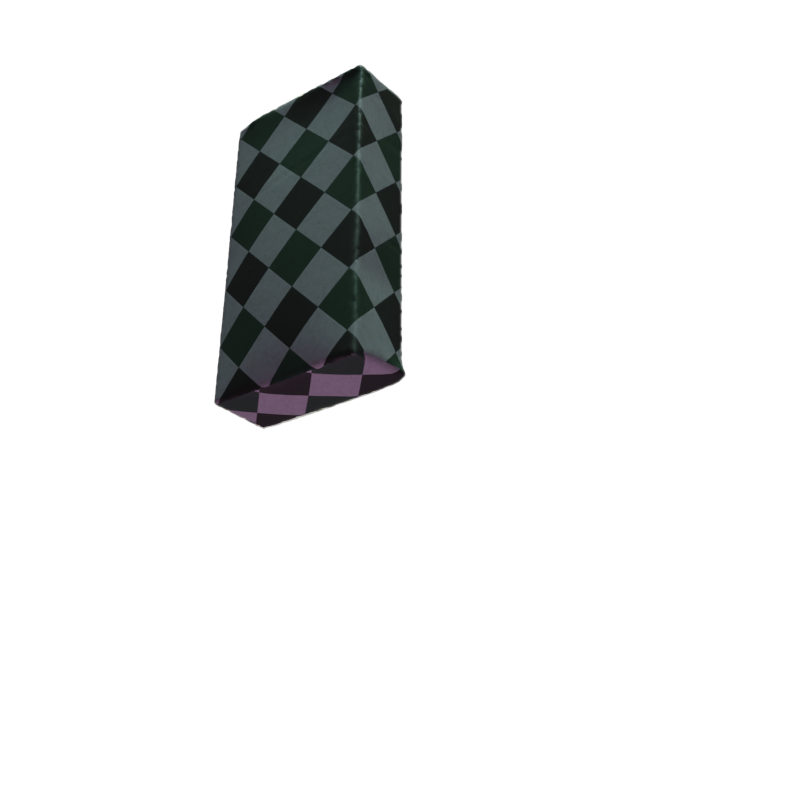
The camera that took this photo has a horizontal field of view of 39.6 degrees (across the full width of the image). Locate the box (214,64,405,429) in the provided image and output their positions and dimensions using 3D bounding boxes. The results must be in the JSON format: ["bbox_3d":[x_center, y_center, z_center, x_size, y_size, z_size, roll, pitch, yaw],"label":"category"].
[{"bbox_3d":[-0.046,-0.083,0.579,0.094,0.188,0.045,-22,-35,31],"label":"box"}]
